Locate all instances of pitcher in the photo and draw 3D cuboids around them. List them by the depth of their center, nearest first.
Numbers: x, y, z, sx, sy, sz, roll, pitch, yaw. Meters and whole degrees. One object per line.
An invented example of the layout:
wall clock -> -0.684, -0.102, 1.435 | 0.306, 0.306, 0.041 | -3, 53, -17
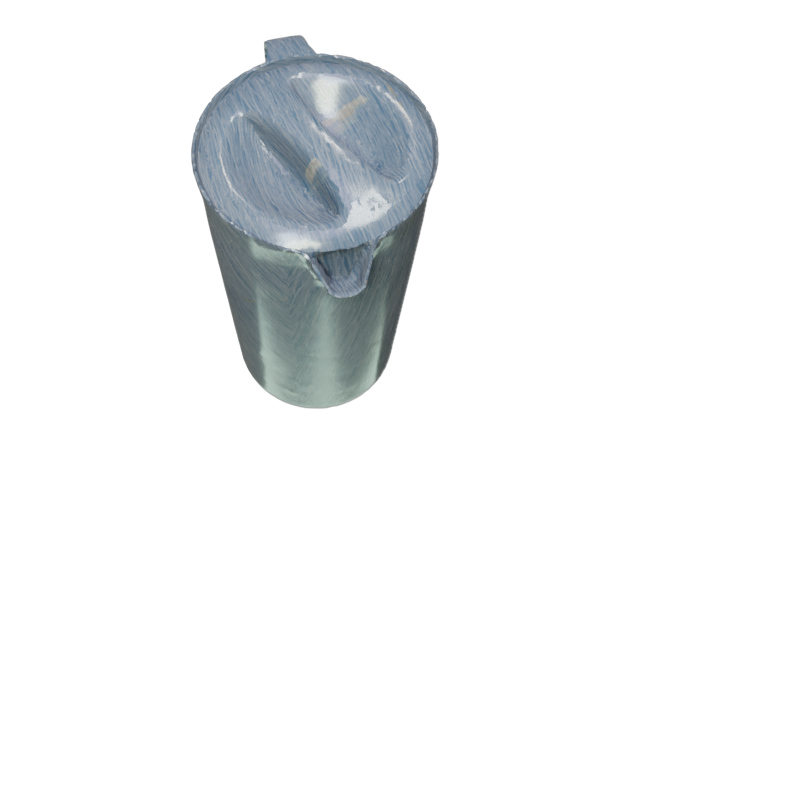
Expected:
pitcher -> -0.055, -0.100, 0.697 | 0.150, 0.153, 0.229 | 29, -25, 11
